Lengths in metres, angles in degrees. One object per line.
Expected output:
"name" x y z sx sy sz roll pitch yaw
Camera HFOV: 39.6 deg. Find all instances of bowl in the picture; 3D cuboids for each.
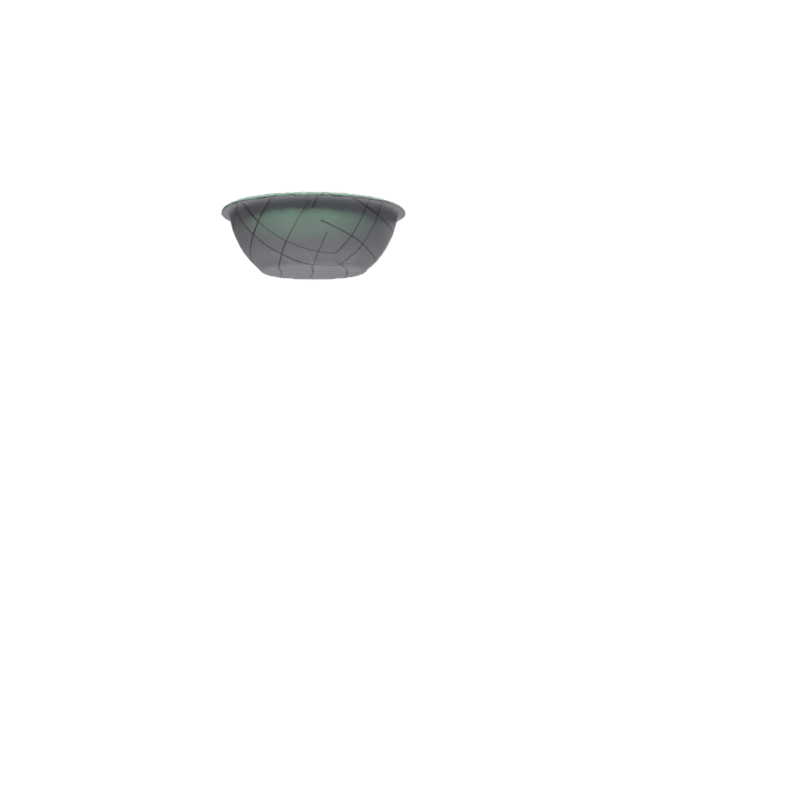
"bowl" -0.076 -0.139 0.971 0.162 0.056 0.160 0 -3 -2
